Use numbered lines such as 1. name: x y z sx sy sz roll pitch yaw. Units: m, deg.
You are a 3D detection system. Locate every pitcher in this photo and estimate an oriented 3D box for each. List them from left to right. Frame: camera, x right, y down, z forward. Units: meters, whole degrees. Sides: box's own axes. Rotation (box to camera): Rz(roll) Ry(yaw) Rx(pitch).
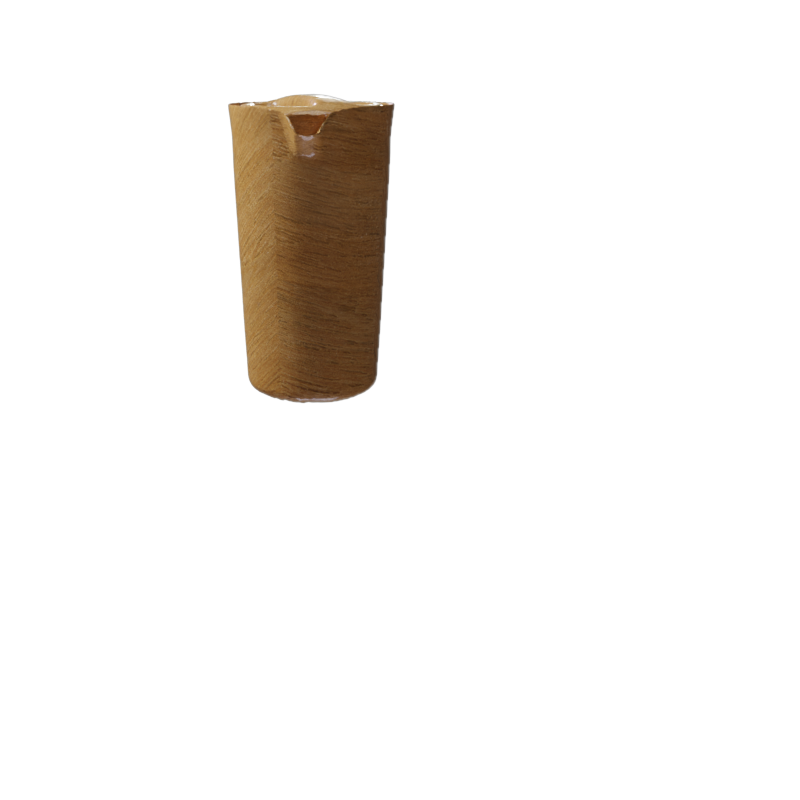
1. pitcher: -0.072 -0.131 0.918 0.153 0.237 0.145 12 17 42
